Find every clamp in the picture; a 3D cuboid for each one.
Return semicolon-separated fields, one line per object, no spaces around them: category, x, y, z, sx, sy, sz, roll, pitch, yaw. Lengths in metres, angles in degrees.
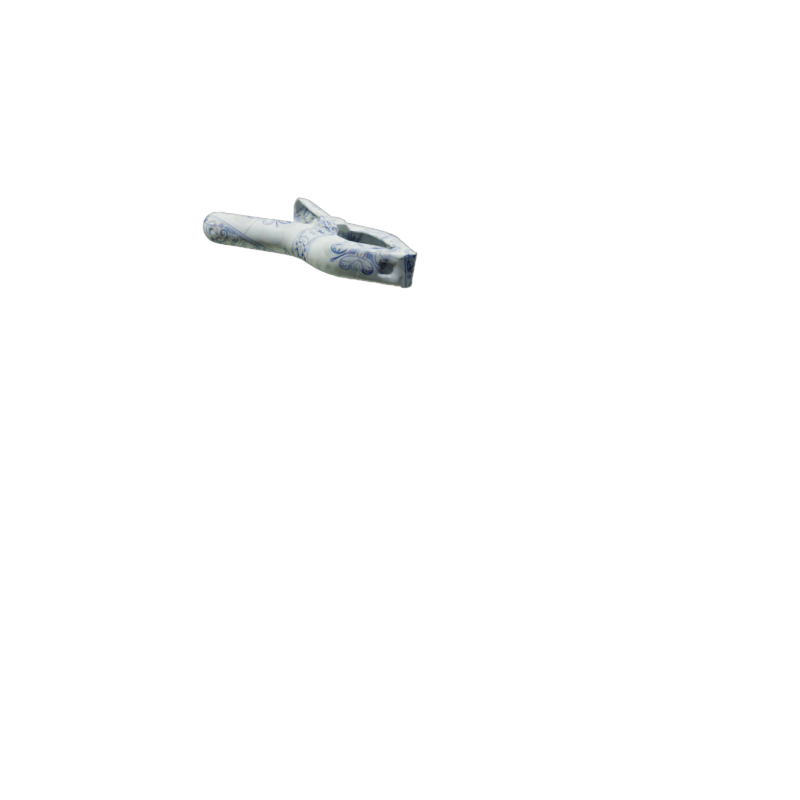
clamp;-0.067;-0.123;0.858;0.118;0.037;0.183;-20;32;-37
